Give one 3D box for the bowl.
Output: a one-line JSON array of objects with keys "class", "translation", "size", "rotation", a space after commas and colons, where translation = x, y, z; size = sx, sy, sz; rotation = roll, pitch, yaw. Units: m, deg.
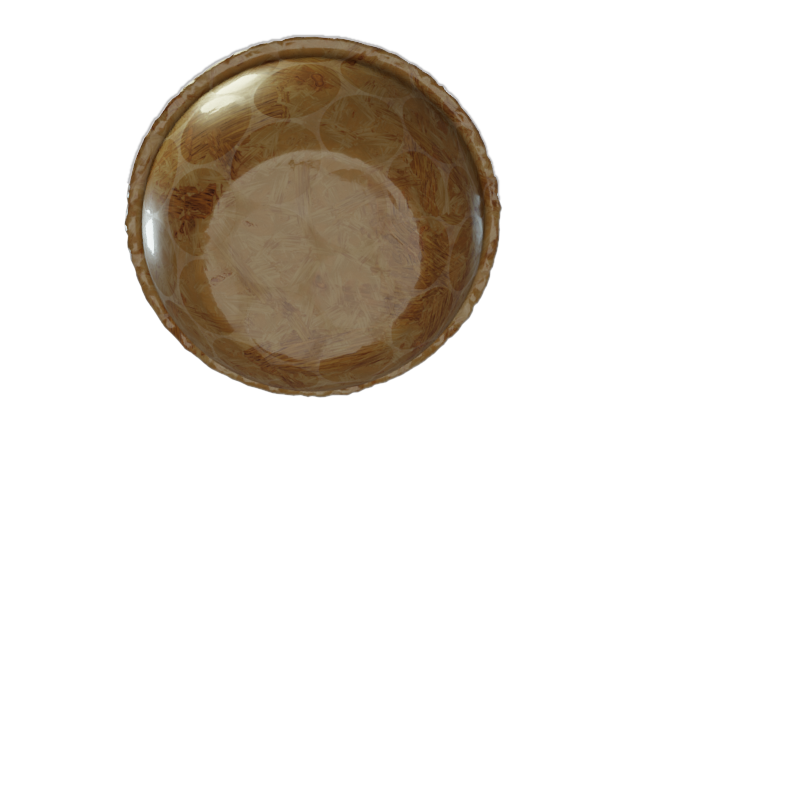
[{"class": "bowl", "translation": [-0.036, -0.065, 0.454], "size": [0.162, 0.156, 0.057], "rotation": [0, 18, -1]}]
